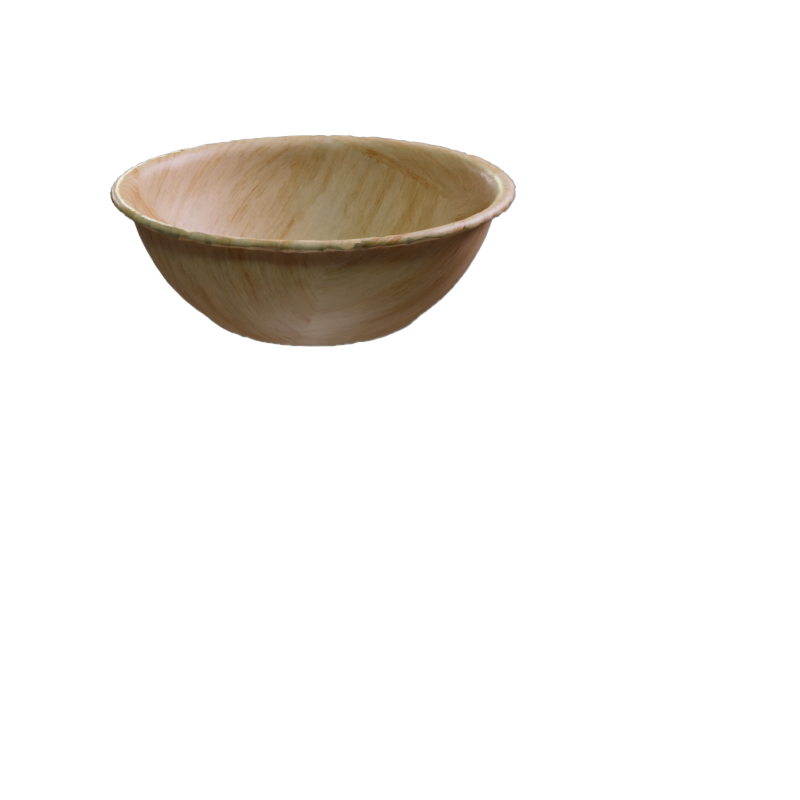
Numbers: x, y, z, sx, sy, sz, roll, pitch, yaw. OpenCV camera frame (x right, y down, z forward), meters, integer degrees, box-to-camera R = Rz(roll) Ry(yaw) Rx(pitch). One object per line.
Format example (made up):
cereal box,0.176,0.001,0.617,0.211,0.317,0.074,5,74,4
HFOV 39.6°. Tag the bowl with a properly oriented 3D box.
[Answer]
bowl,-0.036,-0.065,0.454,0.162,0.052,0.171,-1,25,-2
